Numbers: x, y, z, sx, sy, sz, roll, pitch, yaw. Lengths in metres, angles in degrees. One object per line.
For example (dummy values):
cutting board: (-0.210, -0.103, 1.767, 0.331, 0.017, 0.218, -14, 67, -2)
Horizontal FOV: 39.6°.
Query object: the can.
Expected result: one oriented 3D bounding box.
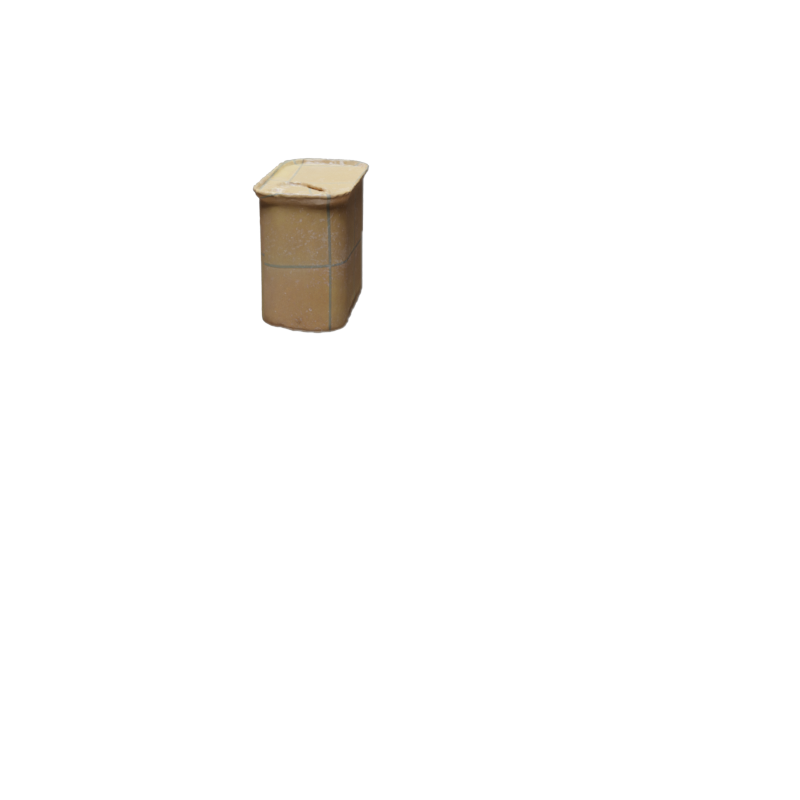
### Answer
can: (-0.053, -0.096, 0.675, 0.058, 0.080, 0.105, 3, 20, 7)
